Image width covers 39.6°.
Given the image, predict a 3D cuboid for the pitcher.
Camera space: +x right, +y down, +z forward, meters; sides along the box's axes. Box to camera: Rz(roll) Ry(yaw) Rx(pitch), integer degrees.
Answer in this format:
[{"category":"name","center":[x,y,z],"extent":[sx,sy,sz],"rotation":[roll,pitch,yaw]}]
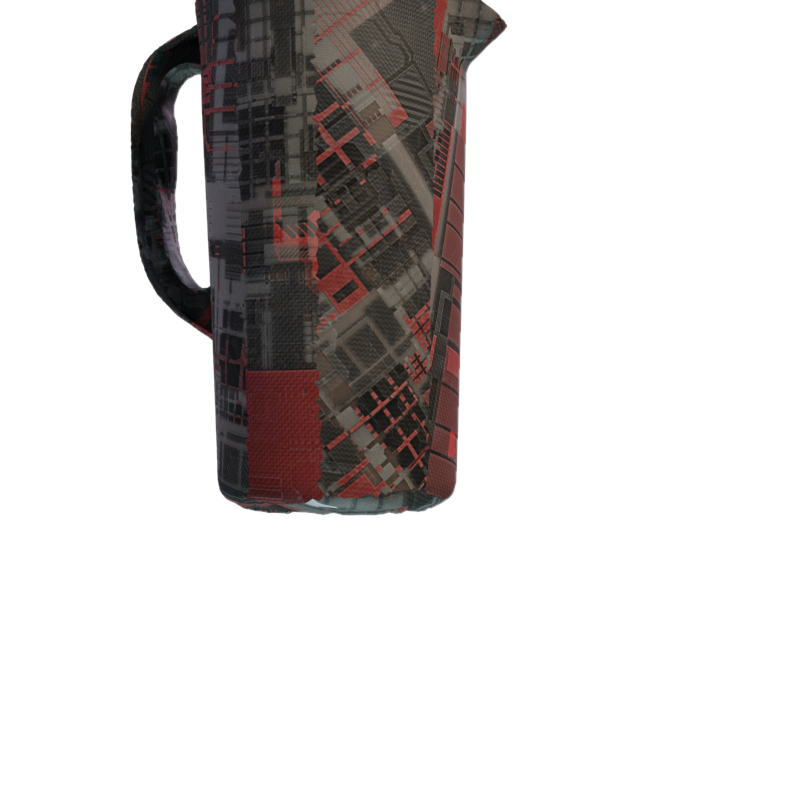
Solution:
[{"category":"pitcher","center":[-0.041,-0.075,0.522],"extent":[0.140,0.248,0.152],"rotation":[3,-7,-28]}]
